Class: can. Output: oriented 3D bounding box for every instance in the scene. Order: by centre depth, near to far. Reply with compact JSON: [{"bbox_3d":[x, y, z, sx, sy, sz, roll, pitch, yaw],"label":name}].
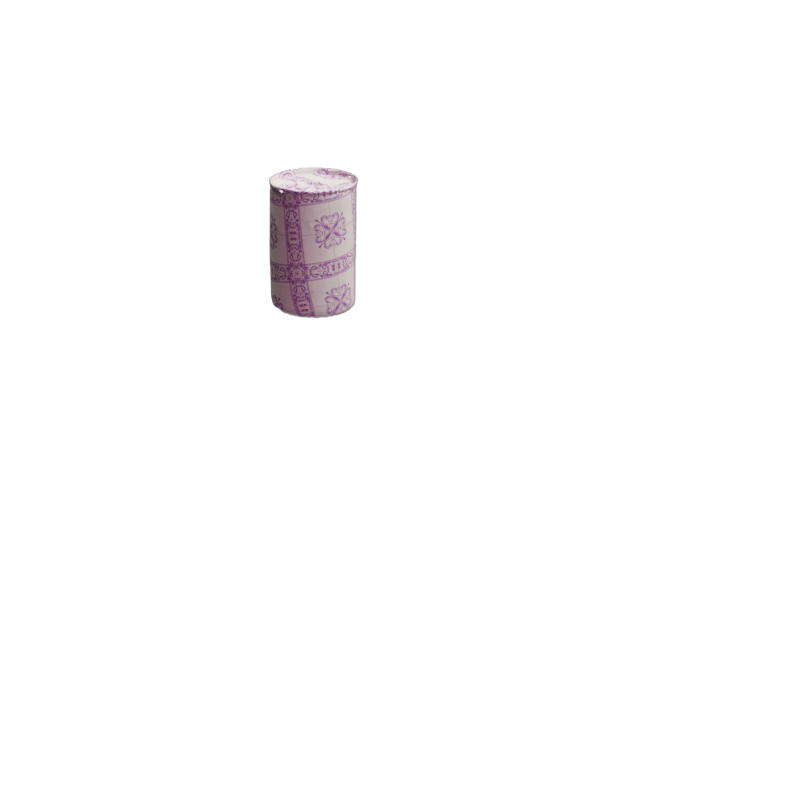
[{"bbox_3d":[-0.067,-0.123,0.861,0.068,0.098,0.072,0,21,-2],"label":"can"}]
